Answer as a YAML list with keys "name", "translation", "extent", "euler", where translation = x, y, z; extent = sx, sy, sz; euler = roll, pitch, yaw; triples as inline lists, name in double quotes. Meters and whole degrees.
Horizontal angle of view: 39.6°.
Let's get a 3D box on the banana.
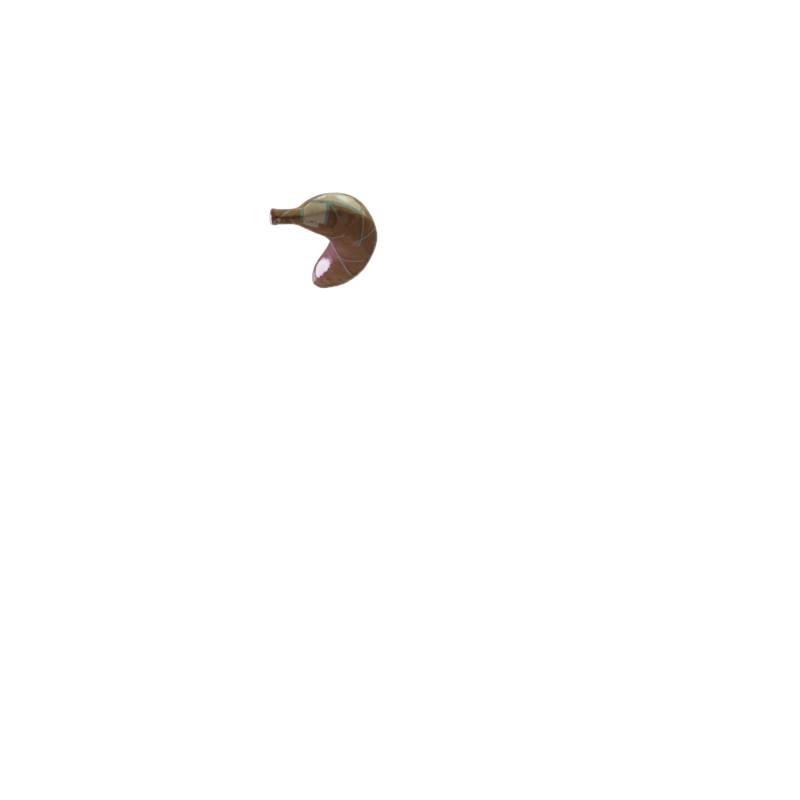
- name: "banana"
  translation: [-0.052, -0.128, 0.884]
  extent: [0.070, 0.038, 0.189]
  euler: [-2, -11, 6]
